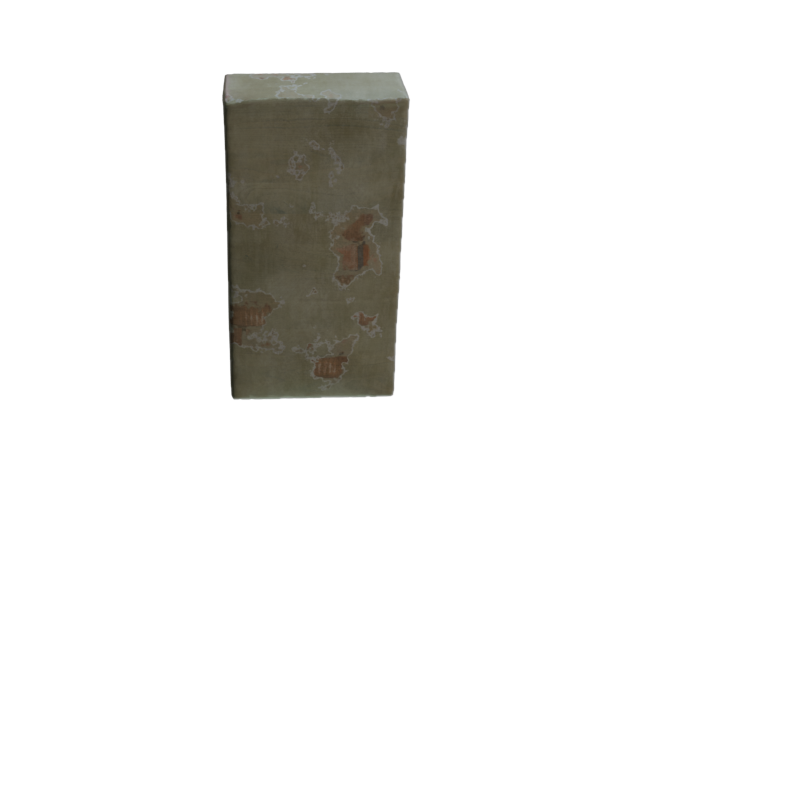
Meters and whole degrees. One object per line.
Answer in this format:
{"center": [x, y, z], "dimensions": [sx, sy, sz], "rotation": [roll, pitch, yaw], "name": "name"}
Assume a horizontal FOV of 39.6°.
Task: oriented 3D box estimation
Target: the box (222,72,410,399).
{"center": [-0.046, -0.084, 0.588], "dimensions": [0.093, 0.166, 0.051], "rotation": [-1, 32, -5], "name": "box"}
